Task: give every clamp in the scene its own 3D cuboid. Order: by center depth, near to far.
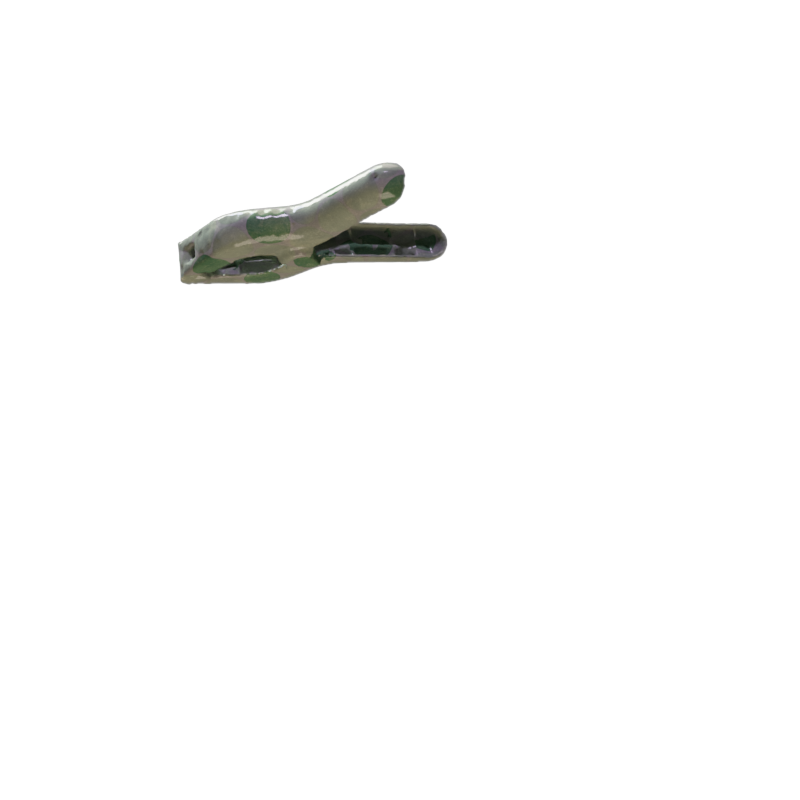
[{"bbox_3d":[-0.055,-0.101,0.704,0.174,0.041,0.112,-10,-23,24],"label":"clamp"}]
